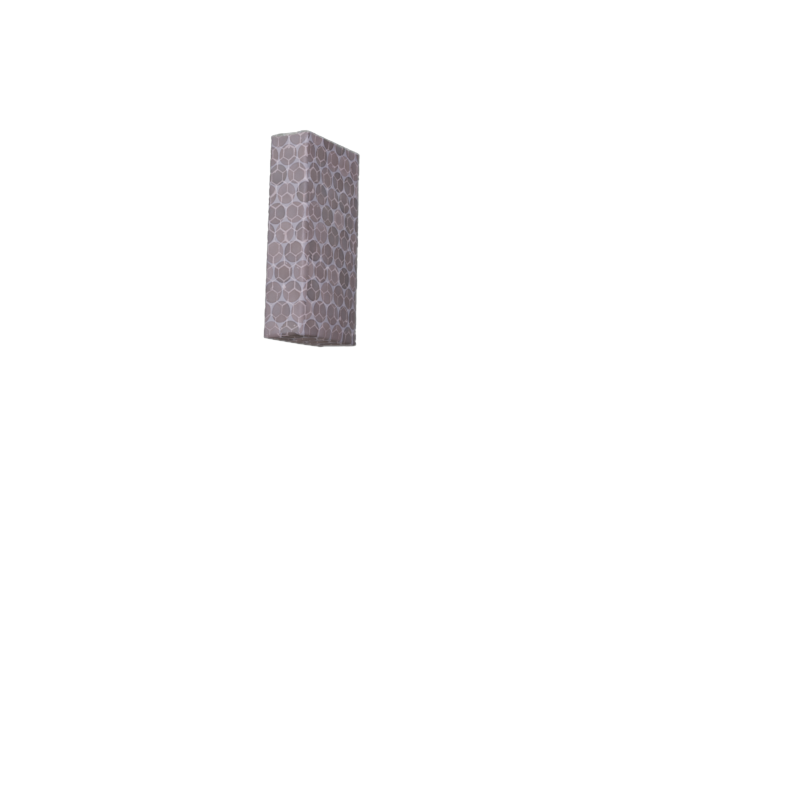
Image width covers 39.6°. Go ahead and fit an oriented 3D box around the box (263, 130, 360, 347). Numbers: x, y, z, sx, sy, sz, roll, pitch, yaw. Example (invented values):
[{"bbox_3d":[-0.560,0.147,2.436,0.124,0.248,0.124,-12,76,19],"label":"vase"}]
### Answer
[{"bbox_3d":[-0.076,-0.138,0.966,0.049,0.181,0.088,-7,-12,29],"label":"box"}]
